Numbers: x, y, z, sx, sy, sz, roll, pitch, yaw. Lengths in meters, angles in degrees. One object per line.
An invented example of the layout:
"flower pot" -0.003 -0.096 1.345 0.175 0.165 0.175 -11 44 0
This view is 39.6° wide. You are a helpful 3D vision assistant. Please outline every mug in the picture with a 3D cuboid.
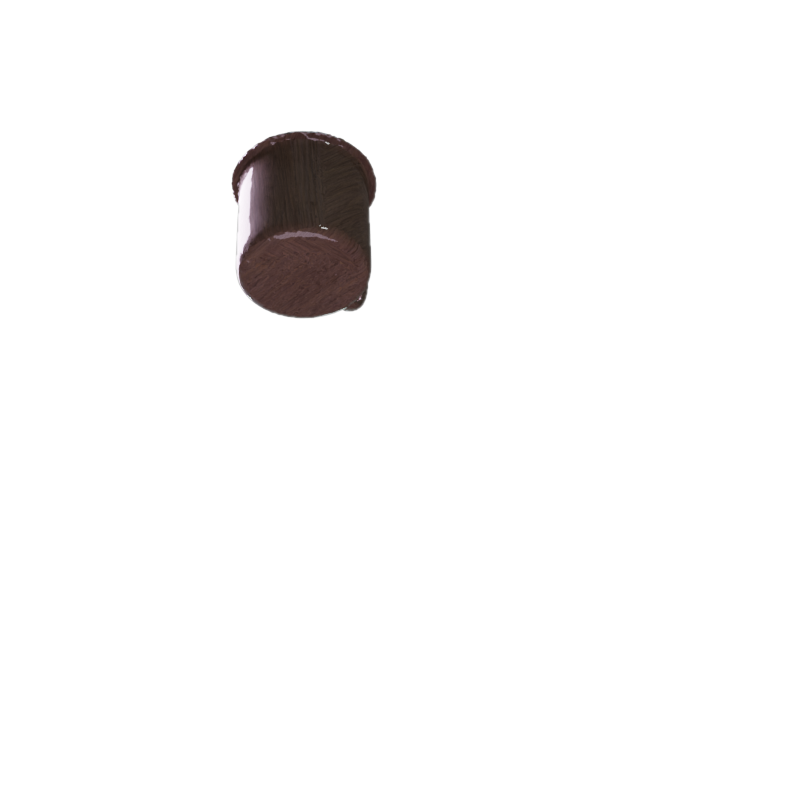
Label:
"mug" -0.054 -0.099 0.692 0.094 0.087 0.108 -20 -44 20
